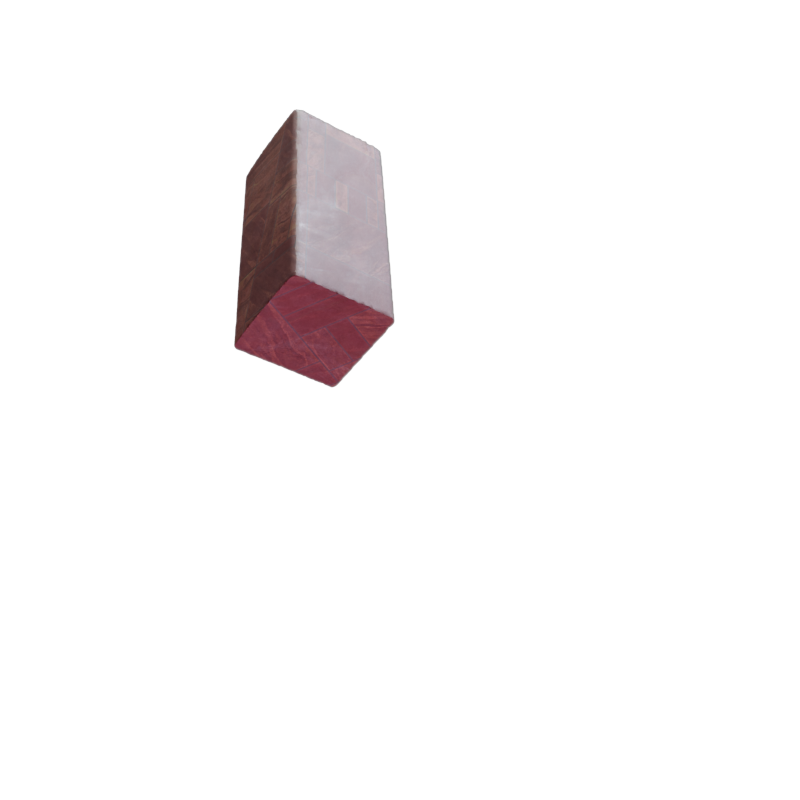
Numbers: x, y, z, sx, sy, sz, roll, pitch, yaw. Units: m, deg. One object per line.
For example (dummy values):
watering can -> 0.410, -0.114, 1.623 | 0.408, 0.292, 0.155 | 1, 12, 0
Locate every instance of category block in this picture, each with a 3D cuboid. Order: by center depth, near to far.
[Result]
block -> -0.070, -0.128, 0.891 | 0.087, 0.221, 0.088 | 23, -51, -25
